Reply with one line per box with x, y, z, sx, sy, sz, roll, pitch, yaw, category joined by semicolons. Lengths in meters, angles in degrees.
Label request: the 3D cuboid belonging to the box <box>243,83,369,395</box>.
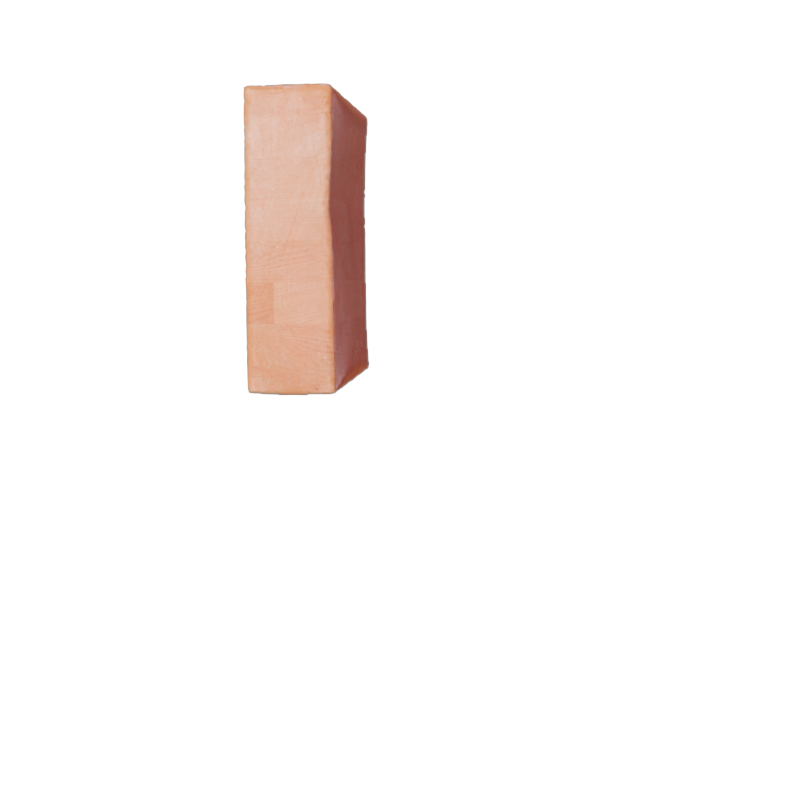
-0.065;-0.119;0.835;0.073;0.214;0.163;0;2;7;box
